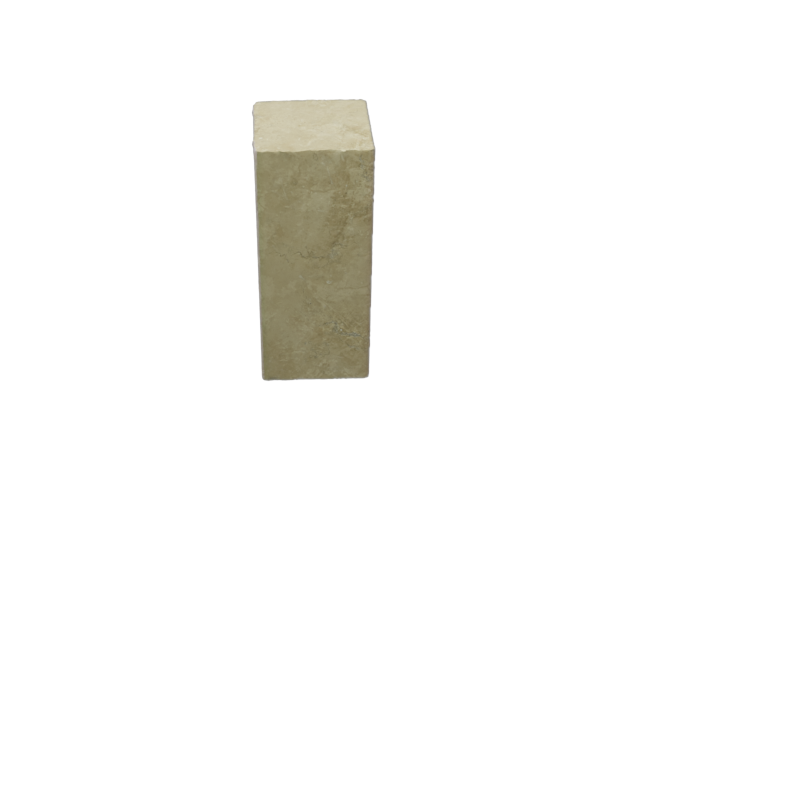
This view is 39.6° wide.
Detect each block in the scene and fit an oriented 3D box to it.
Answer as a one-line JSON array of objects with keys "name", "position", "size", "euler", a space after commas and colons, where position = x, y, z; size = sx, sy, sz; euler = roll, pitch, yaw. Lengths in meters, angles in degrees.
[{"name": "block", "position": [-0.069, -0.125, 0.878], "size": [0.090, 0.193, 0.097], "euler": [-1, 35, -5]}]
